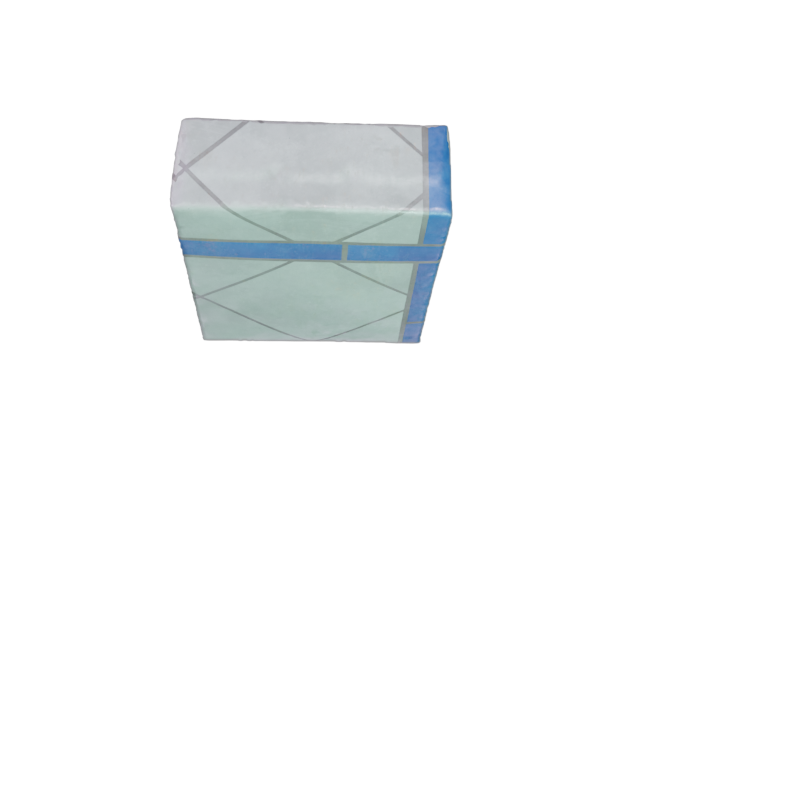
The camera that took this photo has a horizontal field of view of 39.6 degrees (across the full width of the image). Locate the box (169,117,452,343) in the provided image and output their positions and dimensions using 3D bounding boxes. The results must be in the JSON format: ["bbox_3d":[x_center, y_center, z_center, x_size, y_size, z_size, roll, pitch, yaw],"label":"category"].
[{"bbox_3d":[-0.058,-0.106,0.740,0.164,0.076,0.203,2,-20,-2],"label":"box"}]
